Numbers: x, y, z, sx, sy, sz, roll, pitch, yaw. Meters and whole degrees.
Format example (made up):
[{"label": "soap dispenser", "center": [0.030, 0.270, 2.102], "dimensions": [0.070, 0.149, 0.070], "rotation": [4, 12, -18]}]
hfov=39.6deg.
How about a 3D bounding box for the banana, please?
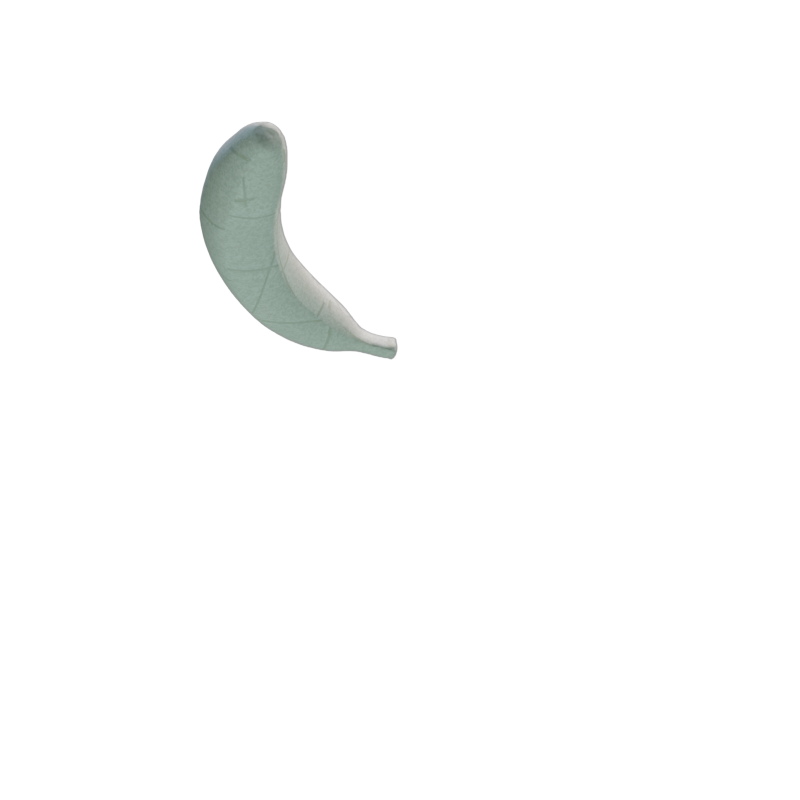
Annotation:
[{"label": "banana", "center": [-0.058, -0.071, 0.536], "dimensions": [0.070, 0.039, 0.183], "rotation": [-8, -27, 14]}]
